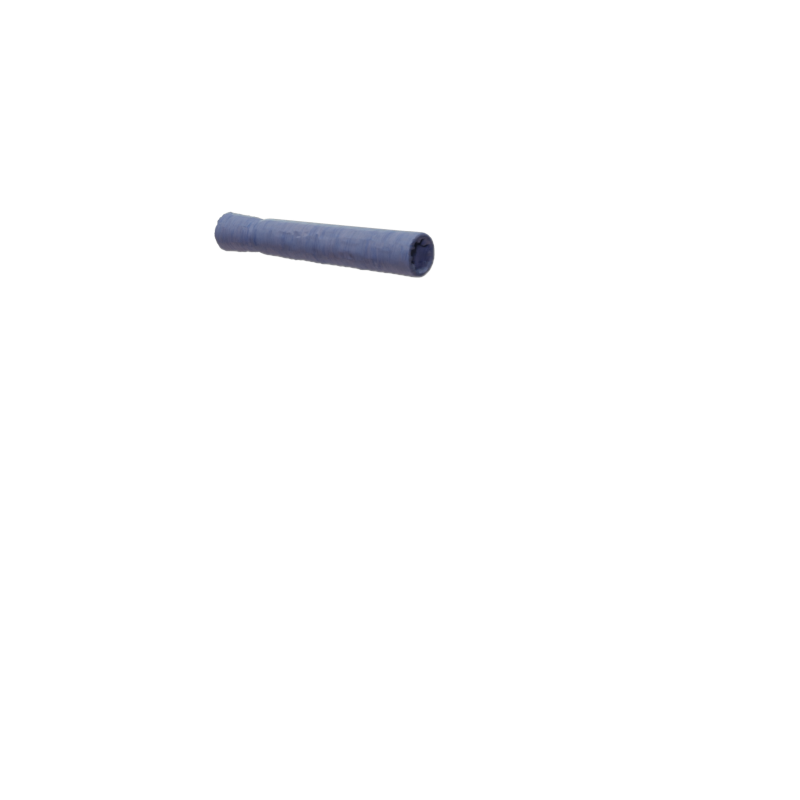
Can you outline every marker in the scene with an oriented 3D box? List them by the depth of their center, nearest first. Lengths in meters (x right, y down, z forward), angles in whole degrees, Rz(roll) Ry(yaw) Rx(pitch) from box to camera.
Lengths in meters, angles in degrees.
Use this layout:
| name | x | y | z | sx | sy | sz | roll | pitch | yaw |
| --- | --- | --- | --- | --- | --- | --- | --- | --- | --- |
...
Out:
| name | x | y | z | sx | sy | sz | roll | pitch | yaw |
| --- | --- | --- | --- | --- | --- | --- | --- | --- | --- |
| marker | -0.039 | -0.070 | 0.491 | 0.127 | 0.019 | 0.019 | 13 | 12 | 40 |
